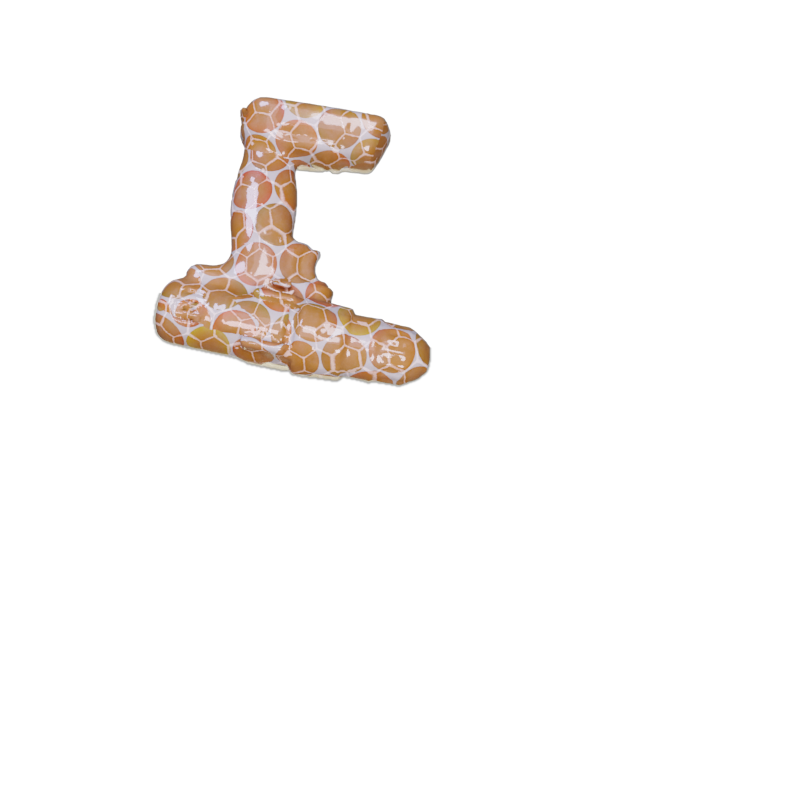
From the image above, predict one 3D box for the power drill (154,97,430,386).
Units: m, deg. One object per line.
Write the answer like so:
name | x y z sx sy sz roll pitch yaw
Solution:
power drill | -0.059 -0.108 0.758 0.186 0.196 0.055 10 -21 4
